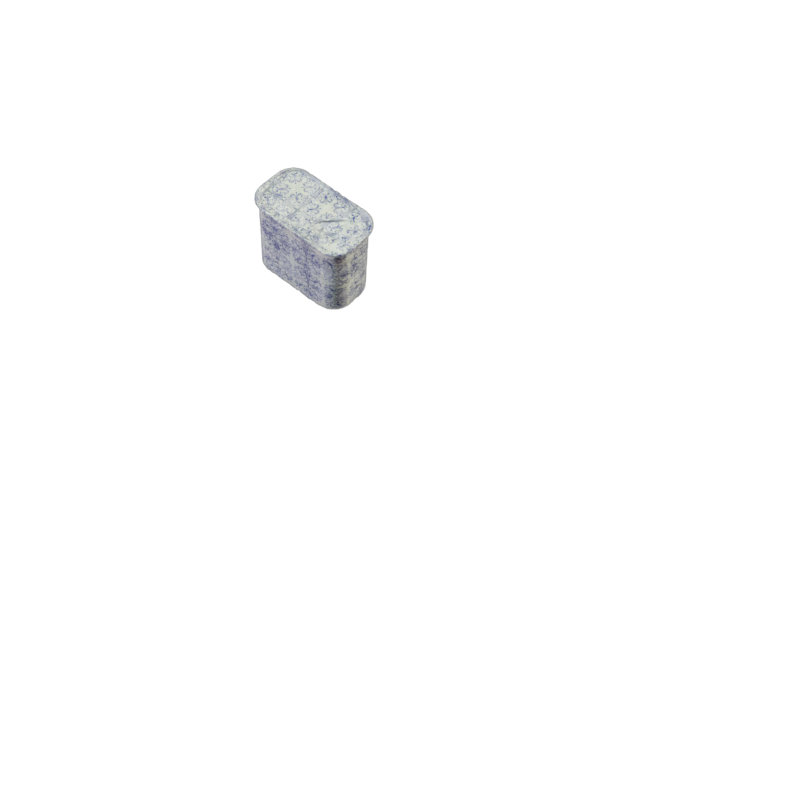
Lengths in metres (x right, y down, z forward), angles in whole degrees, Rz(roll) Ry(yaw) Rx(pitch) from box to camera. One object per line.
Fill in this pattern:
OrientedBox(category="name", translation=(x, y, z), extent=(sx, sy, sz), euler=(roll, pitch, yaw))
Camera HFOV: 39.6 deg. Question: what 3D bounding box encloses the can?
OrientedBox(category="can", translation=(-0.074, -0.134, 0.941), extent=(0.108, 0.058, 0.078), euler=(37, -29, 22))
